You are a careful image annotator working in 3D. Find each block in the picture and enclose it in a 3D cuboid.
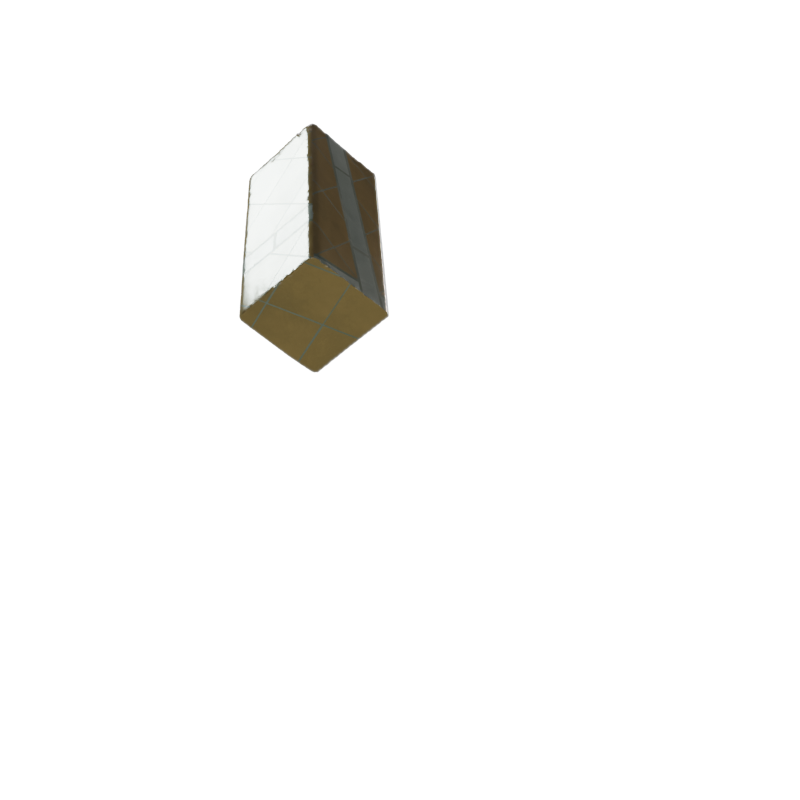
[{"bbox_3d":[-0.077,-0.139,0.974,0.090,0.221,0.085,-38,-57,26],"label":"block"}]
